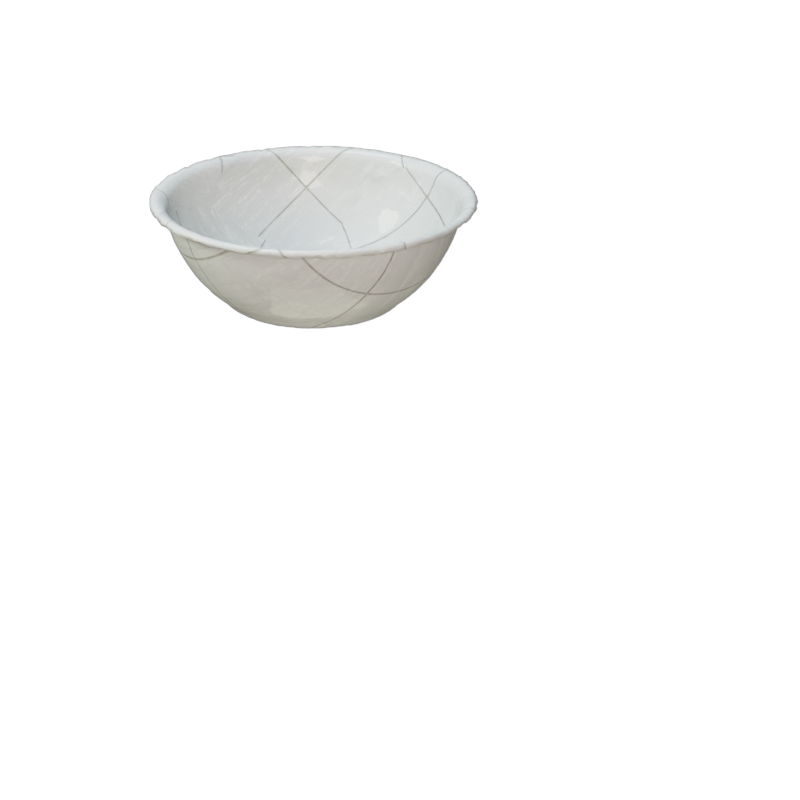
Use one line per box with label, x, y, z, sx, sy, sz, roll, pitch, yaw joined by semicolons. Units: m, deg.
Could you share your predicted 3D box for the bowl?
bowl;-0.044;-0.080;0.558;0.162;0.052;0.171;-1;27;-2
